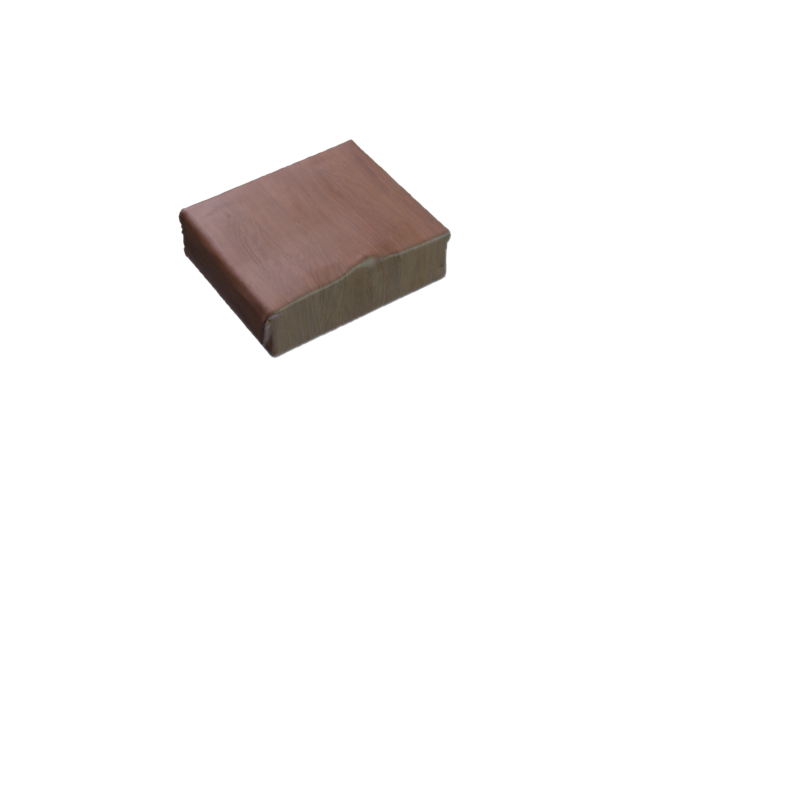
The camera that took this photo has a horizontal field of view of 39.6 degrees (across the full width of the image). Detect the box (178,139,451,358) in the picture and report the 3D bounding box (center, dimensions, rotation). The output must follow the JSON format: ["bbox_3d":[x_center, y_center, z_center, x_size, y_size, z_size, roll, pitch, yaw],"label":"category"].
[{"bbox_3d":[-0.036,-0.066,0.460,0.089,0.028,0.079,-26,52,-23],"label":"box"}]
